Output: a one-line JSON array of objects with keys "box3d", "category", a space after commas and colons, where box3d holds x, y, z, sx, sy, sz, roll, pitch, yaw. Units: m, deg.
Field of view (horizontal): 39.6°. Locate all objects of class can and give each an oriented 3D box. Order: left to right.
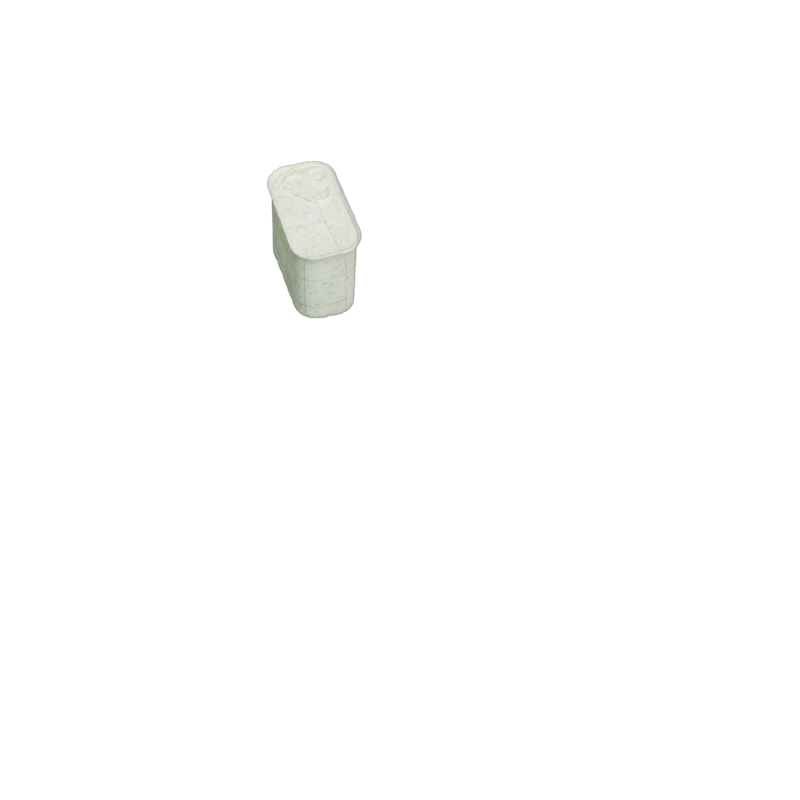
[{"box3d": [-0.071, -0.129, 0.903, 0.057, 0.110, 0.078, -14, -35, -12], "category": "can"}]
